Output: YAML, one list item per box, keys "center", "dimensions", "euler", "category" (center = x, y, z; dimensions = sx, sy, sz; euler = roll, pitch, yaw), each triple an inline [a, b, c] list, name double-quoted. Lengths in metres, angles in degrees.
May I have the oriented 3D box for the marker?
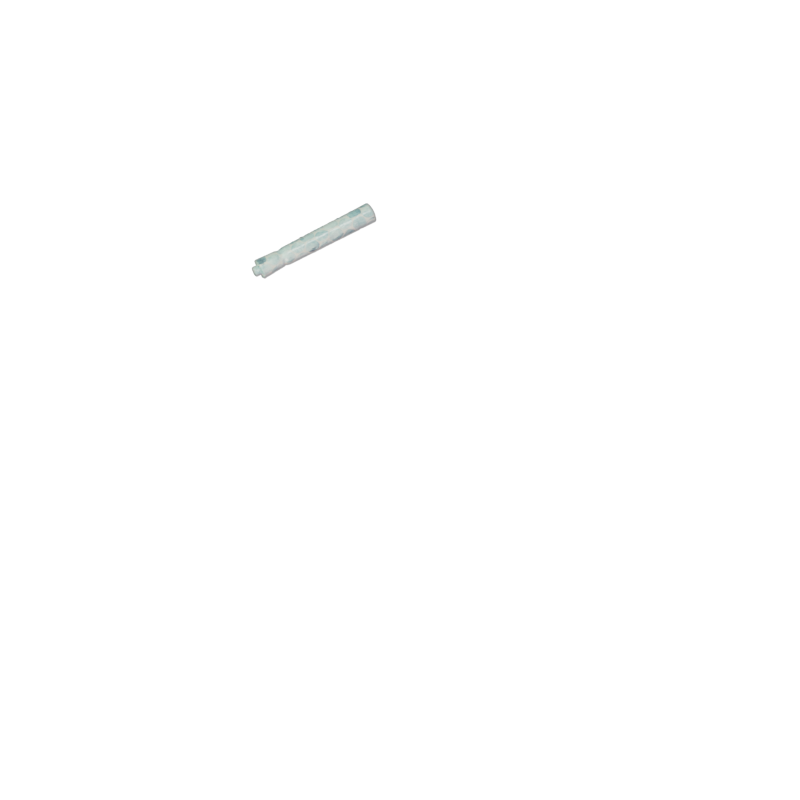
- center: [-0.077, -0.141, 0.988]
  dimensions: [0.121, 0.019, 0.020]
  euler: [-29, 12, -13]
  category: "marker"
